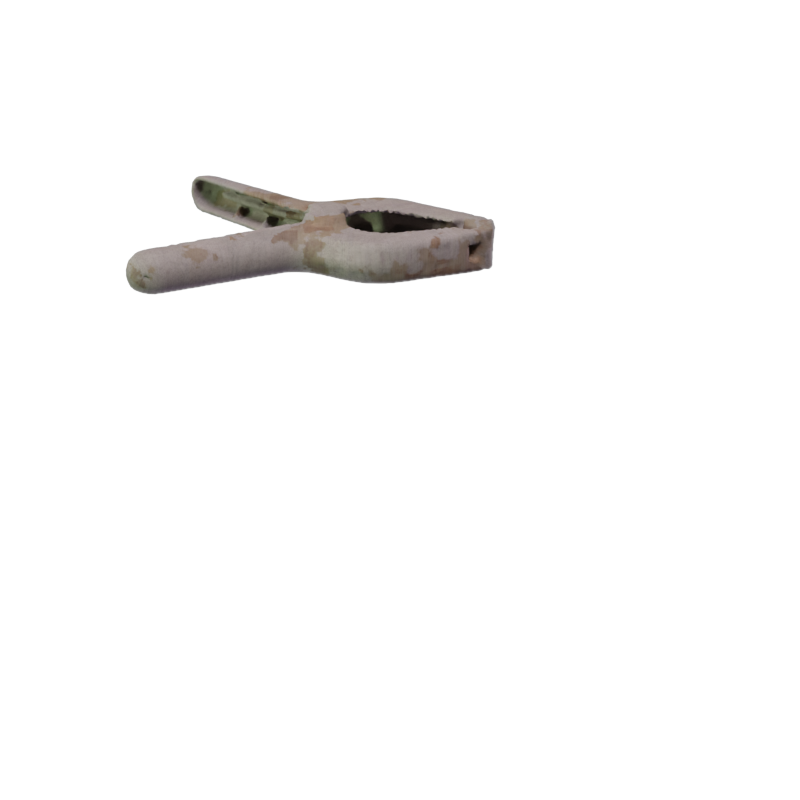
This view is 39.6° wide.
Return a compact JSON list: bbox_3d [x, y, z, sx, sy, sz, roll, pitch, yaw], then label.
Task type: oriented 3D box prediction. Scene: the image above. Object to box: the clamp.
[{"bbox_3d":[-0.052,-0.095,0.663,0.214,0.034,0.170,6,28,12],"label":"clamp"}]
